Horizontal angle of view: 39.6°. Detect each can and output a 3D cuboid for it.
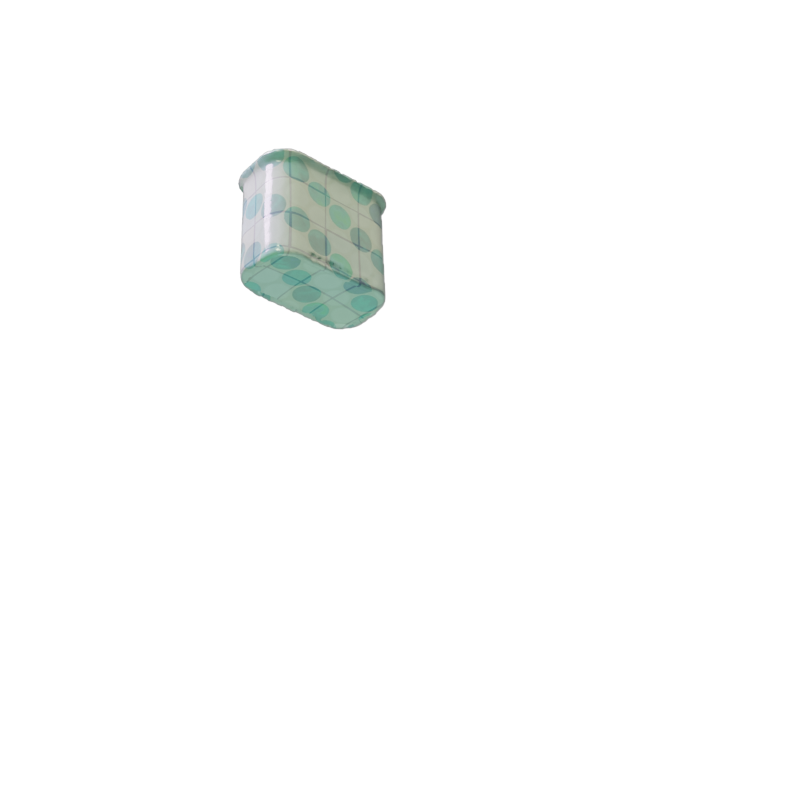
[{"bbox_3d":[-0.057,-0.104,0.728,0.096,0.090,0.057,23,-41,-33],"label":"can"}]
